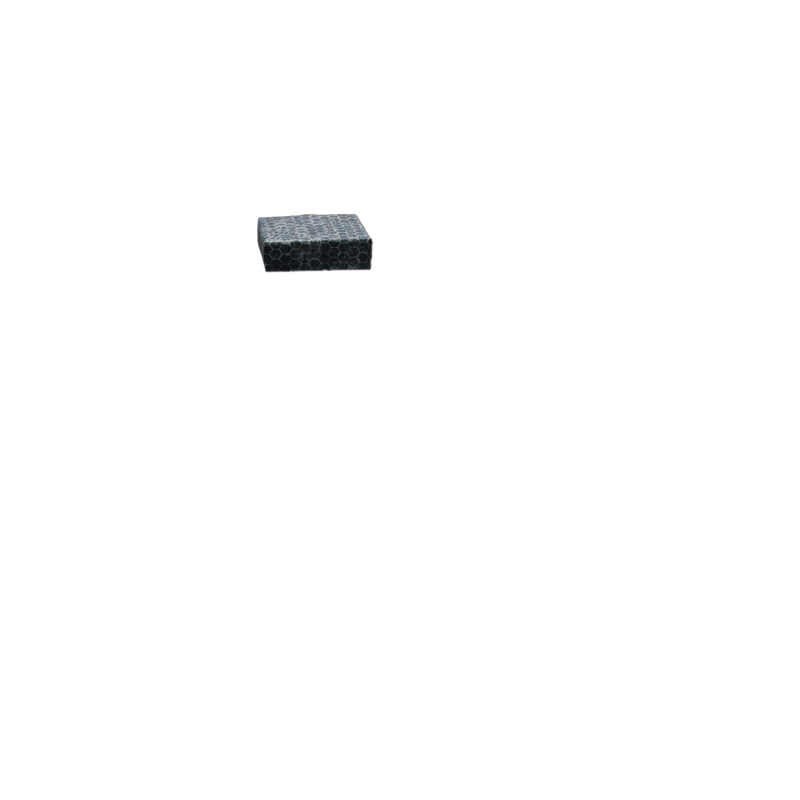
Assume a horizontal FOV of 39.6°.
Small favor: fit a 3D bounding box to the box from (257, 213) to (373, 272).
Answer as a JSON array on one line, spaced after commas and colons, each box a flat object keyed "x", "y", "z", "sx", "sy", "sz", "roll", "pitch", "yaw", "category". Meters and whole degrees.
[{"x": -0.072, "y": -0.132, "z": 0.922, "sx": 0.088, "sy": 0.029, "sz": 0.077, "roll": -3, "pitch": 24, "yaw": -8, "category": "box"}]
